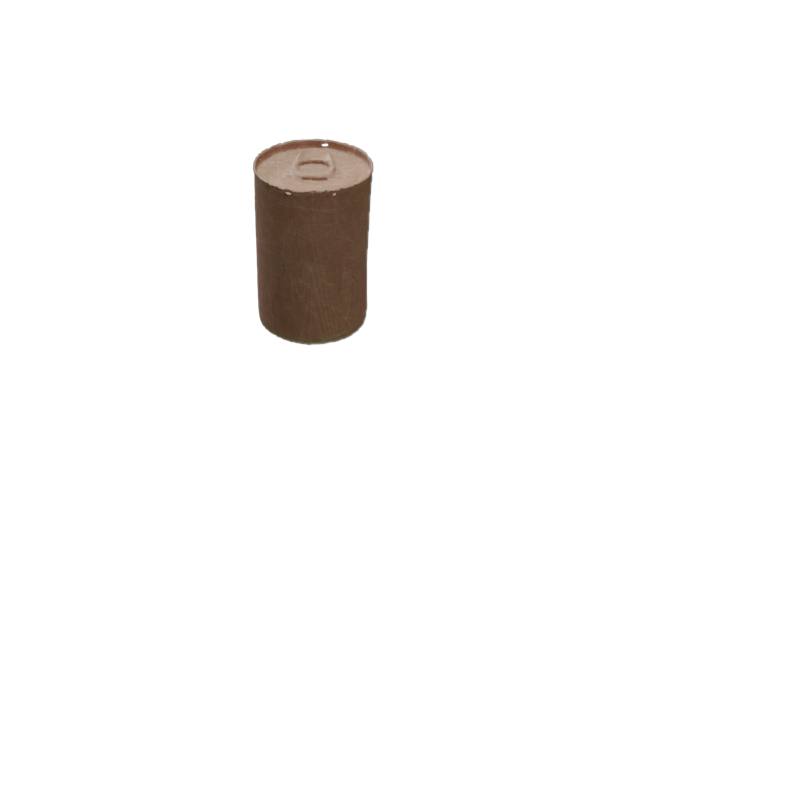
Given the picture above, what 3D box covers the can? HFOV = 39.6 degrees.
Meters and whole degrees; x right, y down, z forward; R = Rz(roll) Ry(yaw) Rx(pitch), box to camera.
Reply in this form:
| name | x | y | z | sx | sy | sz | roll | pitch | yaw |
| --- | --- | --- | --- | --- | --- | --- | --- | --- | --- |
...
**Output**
| name | x | y | z | sx | sy | sz | roll | pitch | yaw |
| --- | --- | --- | --- | --- | --- | --- | --- | --- | --- |
| can | -0.051 | -0.092 | 0.647 | 0.068 | 0.096 | 0.073 | 0 | 34 | -3 |
